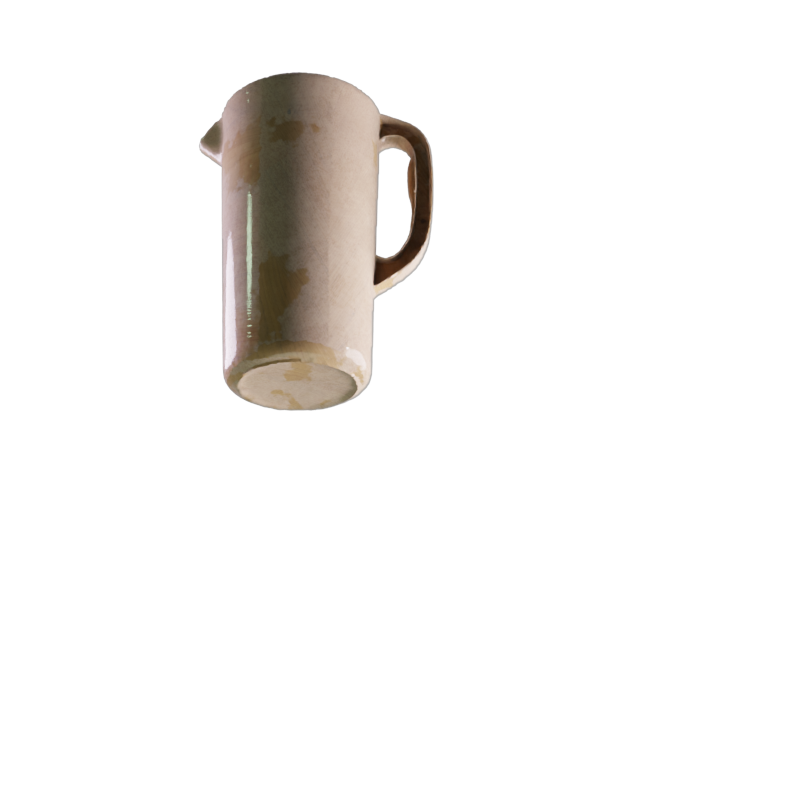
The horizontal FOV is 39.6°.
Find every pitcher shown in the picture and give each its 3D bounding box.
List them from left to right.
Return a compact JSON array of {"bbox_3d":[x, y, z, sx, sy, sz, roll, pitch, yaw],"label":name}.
[{"bbox_3d":[-0.067,-0.122,0.854,0.136,0.258,0.149,23,-37,-38],"label":"pitcher"}]
